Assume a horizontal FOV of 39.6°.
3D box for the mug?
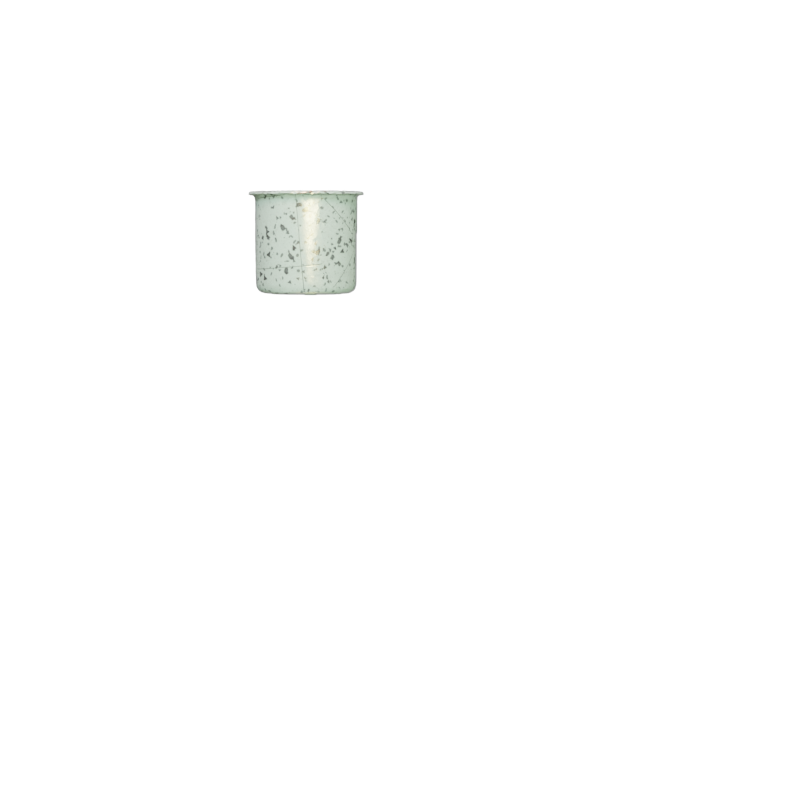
[{"bbox_3d":[-0.071,-0.129,0.906,0.096,0.081,0.114,3,7,26],"label":"mug"}]
